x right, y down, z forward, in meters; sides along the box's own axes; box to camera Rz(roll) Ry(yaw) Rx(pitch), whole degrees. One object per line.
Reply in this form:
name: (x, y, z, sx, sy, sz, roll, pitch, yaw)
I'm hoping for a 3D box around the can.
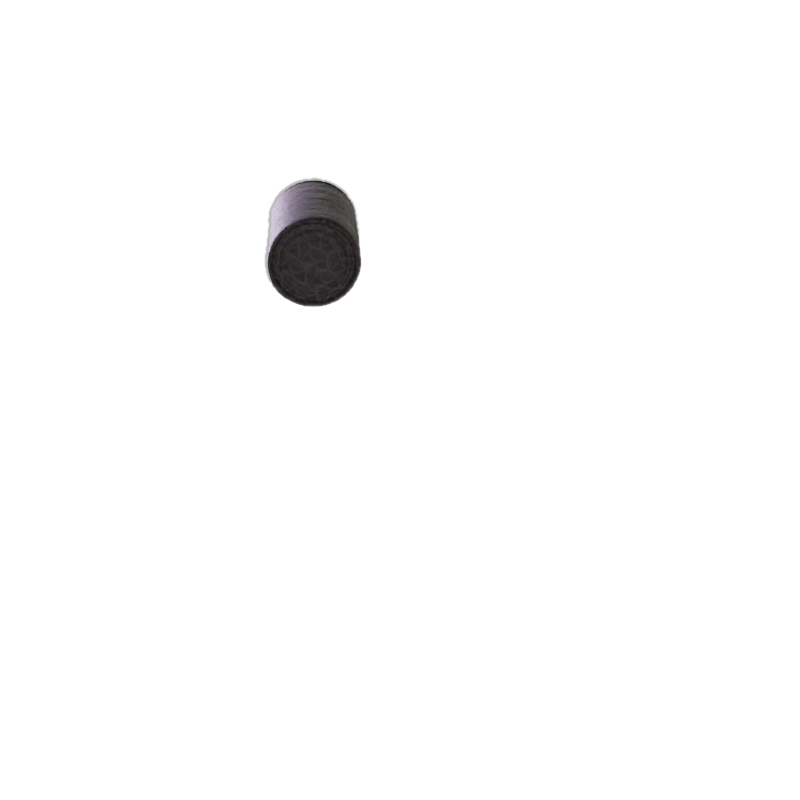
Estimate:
can: (-0.064, -0.117, 0.817, 0.068, 0.065, 0.107, 0, 23, -3)
